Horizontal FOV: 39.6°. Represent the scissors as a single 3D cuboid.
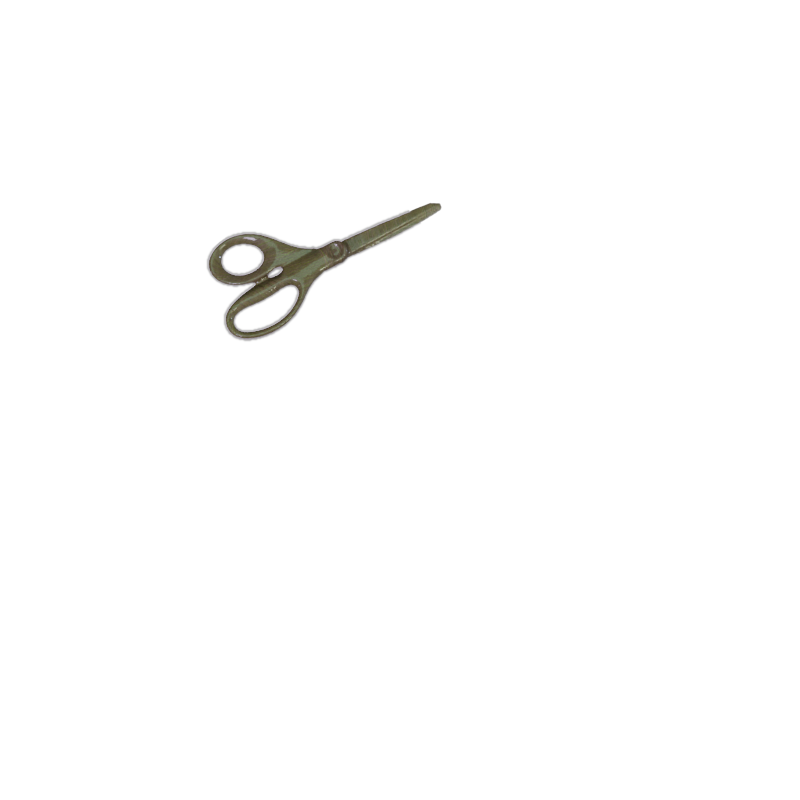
[{"bbox_3d":[-0.071,-0.130,0.910,0.203,0.100,0.015,-41,-14,-13],"label":"scissors"}]
